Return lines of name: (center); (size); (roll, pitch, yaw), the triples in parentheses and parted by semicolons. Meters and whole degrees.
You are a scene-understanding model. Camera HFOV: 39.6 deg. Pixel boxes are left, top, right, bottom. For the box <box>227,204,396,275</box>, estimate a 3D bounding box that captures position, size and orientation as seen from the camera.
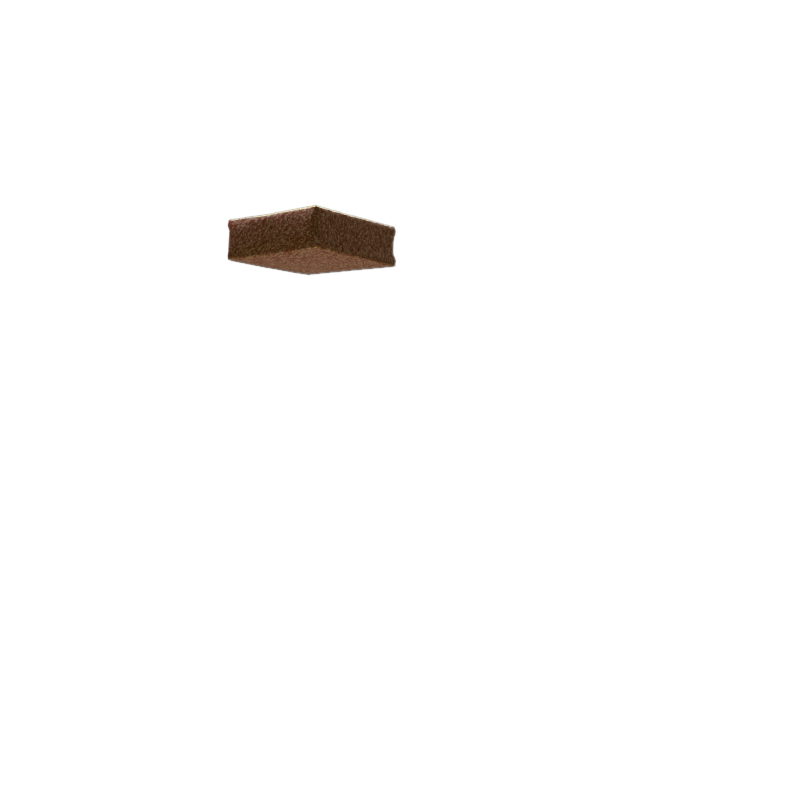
box: (-0.056, -0.103, 0.721); (0.075, 0.031, 0.085); (-2, -4, 36)
